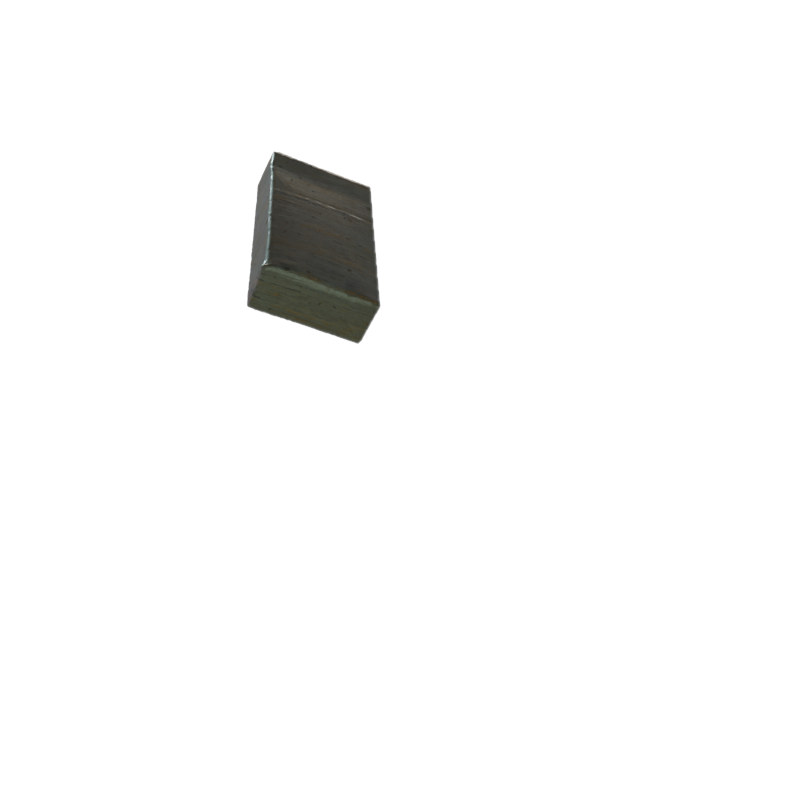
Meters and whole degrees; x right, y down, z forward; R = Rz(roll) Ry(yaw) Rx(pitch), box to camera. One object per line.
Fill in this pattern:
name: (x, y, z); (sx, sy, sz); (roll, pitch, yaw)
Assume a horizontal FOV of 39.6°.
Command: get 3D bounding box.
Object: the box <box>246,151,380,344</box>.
box: (-0.068, -0.125, 0.875); (0.091, 0.046, 0.188); (18, 32, -15)
